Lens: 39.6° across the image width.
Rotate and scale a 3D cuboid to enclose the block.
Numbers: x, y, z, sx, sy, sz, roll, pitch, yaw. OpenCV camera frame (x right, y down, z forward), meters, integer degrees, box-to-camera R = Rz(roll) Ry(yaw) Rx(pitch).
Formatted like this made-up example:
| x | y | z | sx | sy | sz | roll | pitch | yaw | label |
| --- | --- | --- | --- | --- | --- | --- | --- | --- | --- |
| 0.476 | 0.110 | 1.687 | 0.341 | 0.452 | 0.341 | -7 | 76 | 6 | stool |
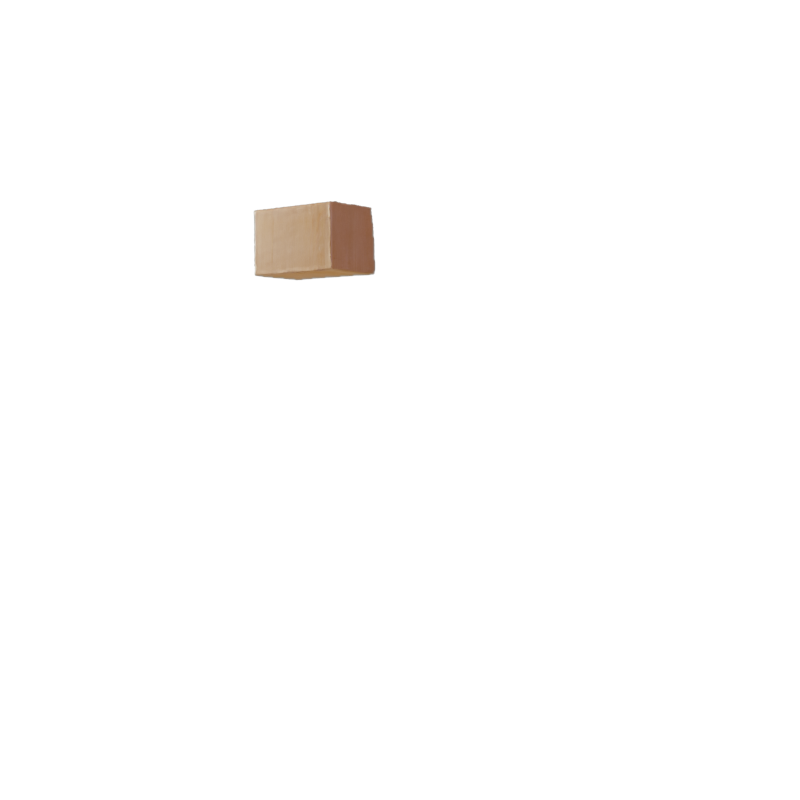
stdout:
| x | y | z | sx | sy | sz | roll | pitch | yaw | label |
| --- | --- | --- | --- | --- | --- | --- | --- | --- | --- |
| -0.065 | -0.119 | 0.831 | 0.081 | 0.052 | 0.050 | -1 | -2 | 36 | block |
